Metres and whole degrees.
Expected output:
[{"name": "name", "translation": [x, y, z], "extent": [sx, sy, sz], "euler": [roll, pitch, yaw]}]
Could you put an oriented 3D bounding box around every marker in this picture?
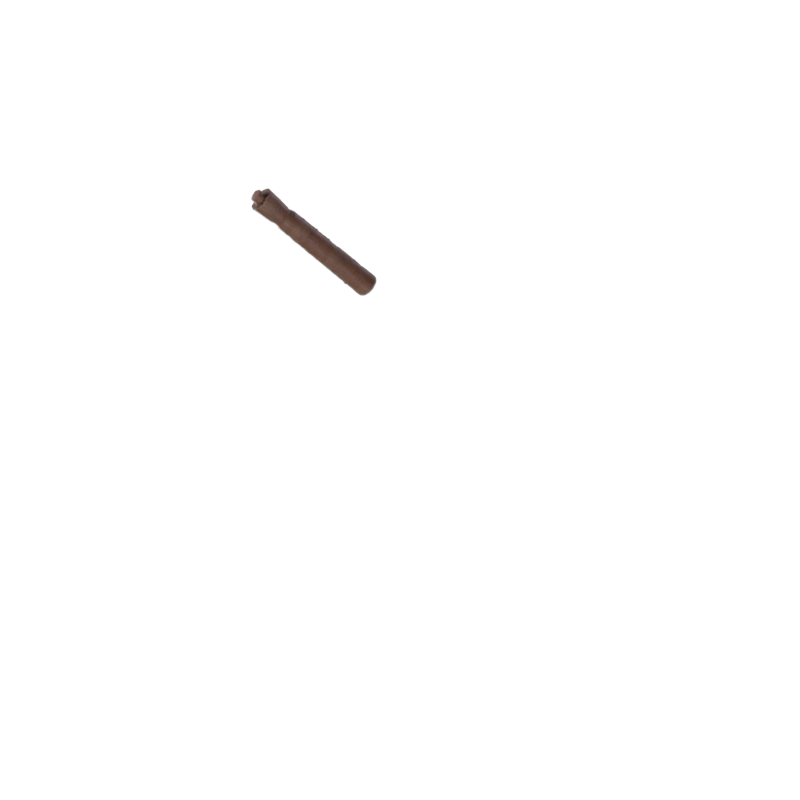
[{"name": "marker", "translation": [-0.064, -0.118, 0.824], "extent": [0.114, 0.020, 0.020], "euler": [37, -17, -28]}]
